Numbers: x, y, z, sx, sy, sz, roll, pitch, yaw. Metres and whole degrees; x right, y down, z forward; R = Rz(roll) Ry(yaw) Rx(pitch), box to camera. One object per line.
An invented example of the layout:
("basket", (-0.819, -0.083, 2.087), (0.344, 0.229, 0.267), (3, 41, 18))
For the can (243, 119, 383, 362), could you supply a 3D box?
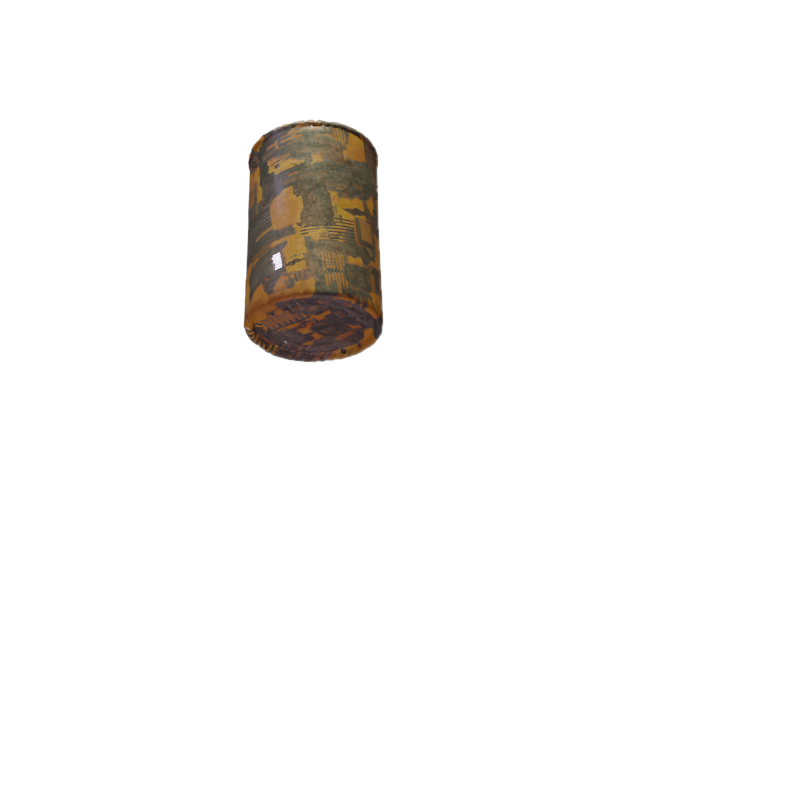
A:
("can", (-0.043, -0.079, 0.553), (0.068, 0.109, 0.064), (-1, -31, -2))
